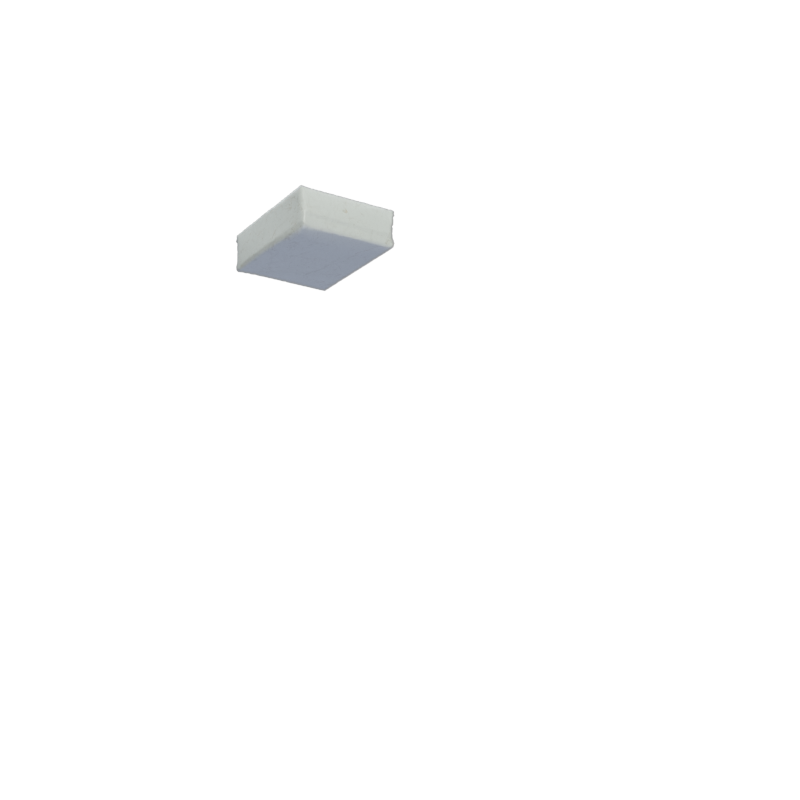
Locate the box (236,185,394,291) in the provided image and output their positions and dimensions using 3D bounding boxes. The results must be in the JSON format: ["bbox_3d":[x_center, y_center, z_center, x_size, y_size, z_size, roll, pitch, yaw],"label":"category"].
[{"bbox_3d":[-0.072,-0.131,0.920,0.086,0.041,0.114,10,-19,-32],"label":"box"}]
